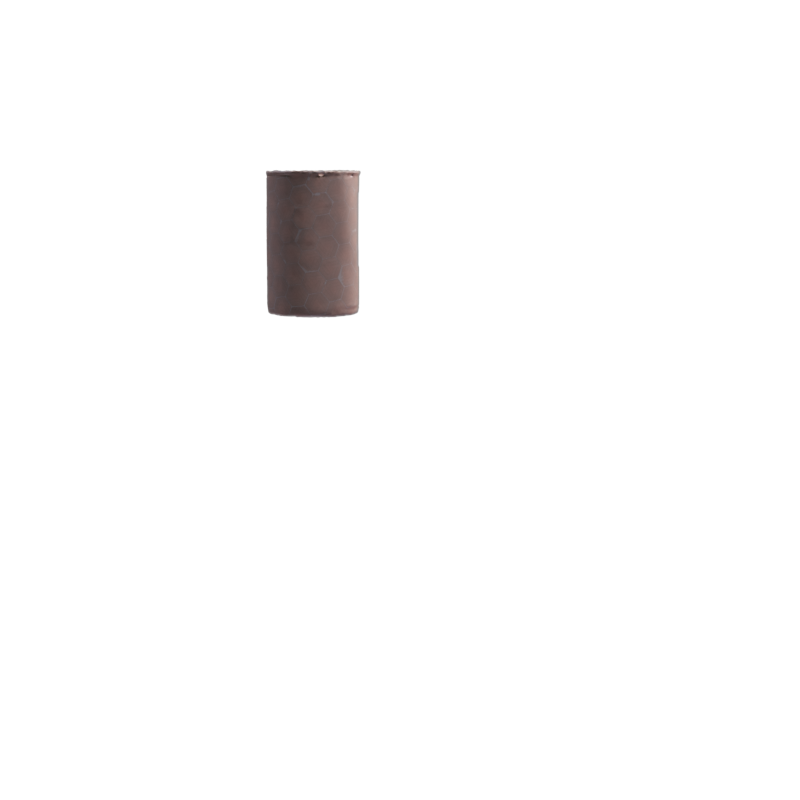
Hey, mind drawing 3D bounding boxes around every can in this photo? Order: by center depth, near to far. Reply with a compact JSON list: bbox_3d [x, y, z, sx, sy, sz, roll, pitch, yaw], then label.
[{"bbox_3d":[-0.062,-0.114,0.796,0.068,0.101,0.069,0,6,-2],"label":"can"}]
